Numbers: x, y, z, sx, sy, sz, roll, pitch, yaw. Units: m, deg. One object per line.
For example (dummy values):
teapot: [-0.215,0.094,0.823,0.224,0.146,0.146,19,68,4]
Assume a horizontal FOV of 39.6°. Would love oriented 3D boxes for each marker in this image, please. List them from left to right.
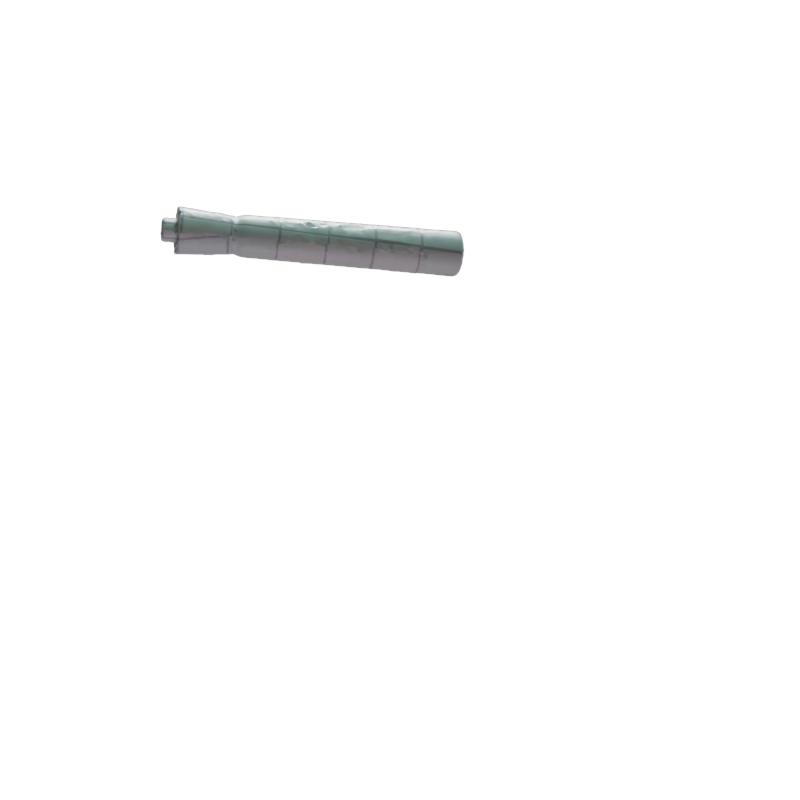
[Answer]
marker: [-0.035,-0.063,0.443,0.119,0.020,0.020,3,3,-12]
